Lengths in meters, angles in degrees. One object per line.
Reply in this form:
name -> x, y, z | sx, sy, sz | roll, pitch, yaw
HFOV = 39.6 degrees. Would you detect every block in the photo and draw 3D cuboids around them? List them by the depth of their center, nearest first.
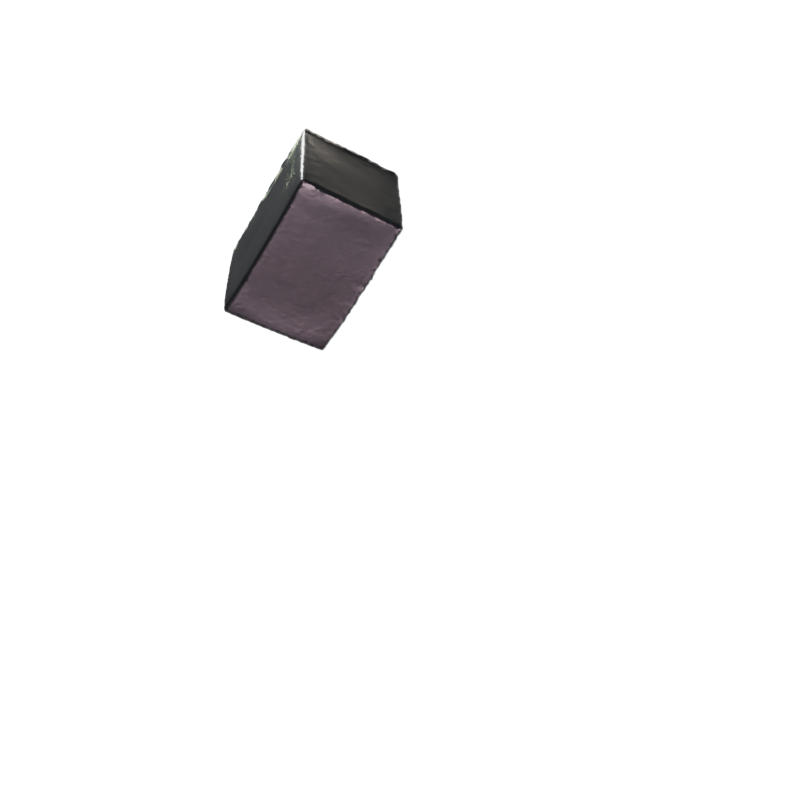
block -> -0.040, -0.073, 0.512 | 0.051, 0.076, 0.055 | 25, 30, -18
